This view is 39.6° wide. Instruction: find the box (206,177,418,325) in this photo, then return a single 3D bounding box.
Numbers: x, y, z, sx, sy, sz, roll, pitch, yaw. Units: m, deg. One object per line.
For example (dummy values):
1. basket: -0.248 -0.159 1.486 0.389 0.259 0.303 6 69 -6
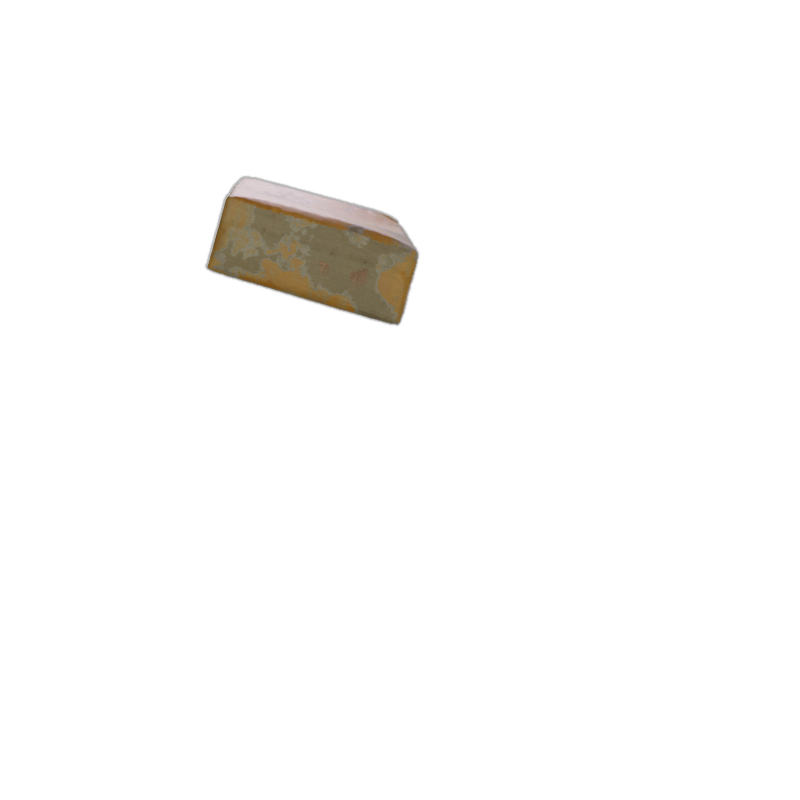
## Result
1. box: -0.077 -0.140 0.983 0.163 0.070 0.220 15 14 -6
